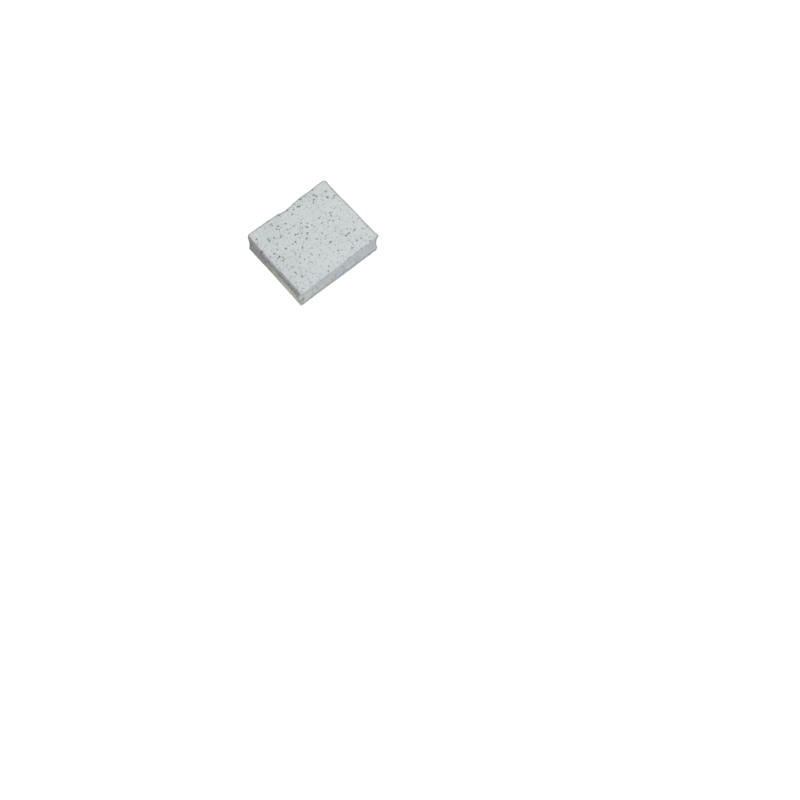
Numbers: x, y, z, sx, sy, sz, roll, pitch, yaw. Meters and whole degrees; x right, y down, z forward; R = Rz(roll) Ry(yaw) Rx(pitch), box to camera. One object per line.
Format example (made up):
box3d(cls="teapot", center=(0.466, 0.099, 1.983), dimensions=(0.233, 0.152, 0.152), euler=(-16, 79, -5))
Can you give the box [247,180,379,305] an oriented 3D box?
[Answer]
box3d(cls="box", center=(-0.075, -0.137, 0.957), dimensions=(0.090, 0.077, 0.028), euler=(-38, -19, -16))
